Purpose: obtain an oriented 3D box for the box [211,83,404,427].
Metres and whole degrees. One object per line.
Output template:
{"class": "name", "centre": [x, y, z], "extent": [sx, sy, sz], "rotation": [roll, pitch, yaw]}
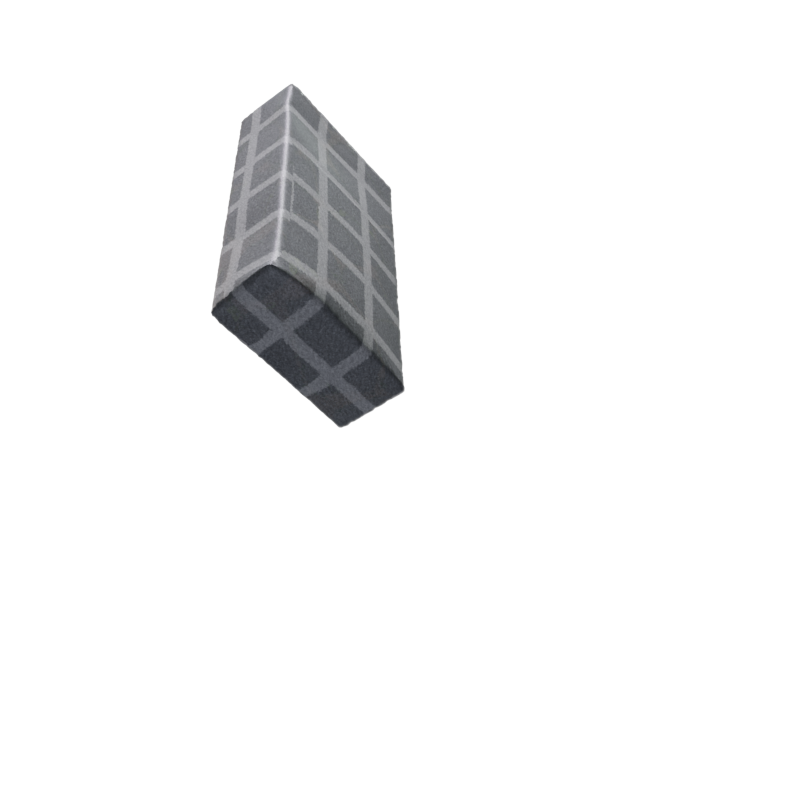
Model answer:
{"class": "box", "centre": [-0.044, -0.080, 0.565], "extent": [0.048, 0.189, 0.088], "rotation": [-35, -58, 21]}
